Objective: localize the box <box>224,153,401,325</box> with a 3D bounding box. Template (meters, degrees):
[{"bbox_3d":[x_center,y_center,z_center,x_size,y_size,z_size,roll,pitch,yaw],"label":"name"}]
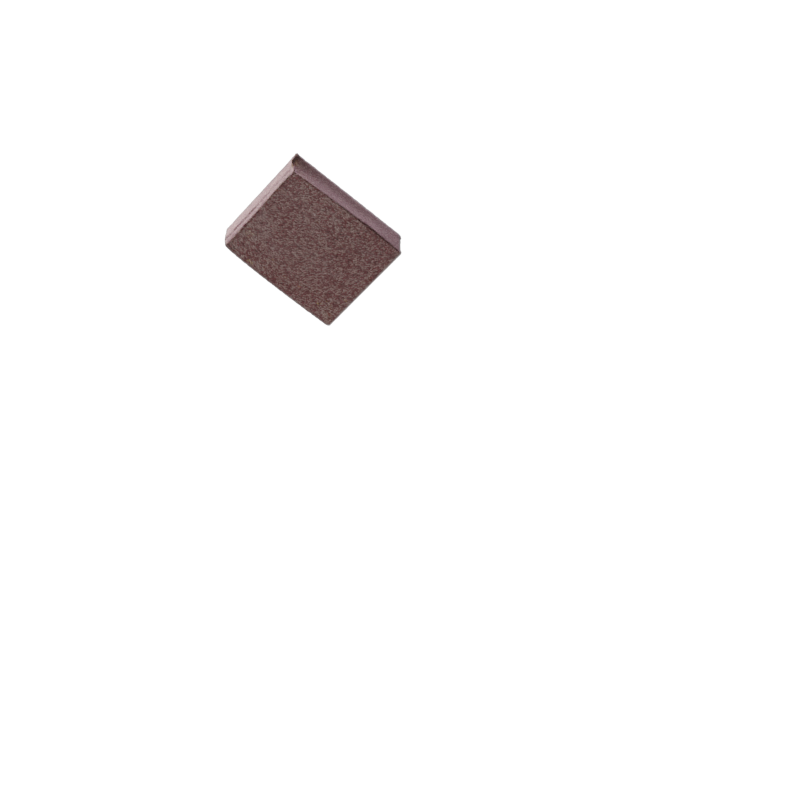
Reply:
[{"bbox_3d":[-0.069,-0.125,0.877,0.109,0.088,0.041,37,23,-19],"label":"box"}]
